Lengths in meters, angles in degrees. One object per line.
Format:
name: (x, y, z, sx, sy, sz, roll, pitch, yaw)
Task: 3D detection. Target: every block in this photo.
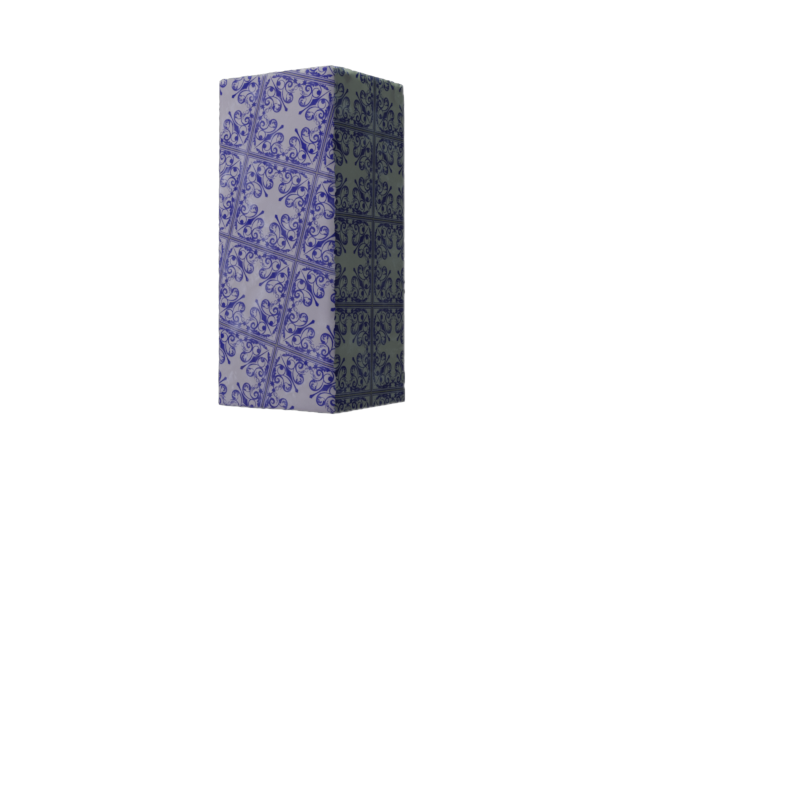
block: (-0.055, -0.101, 0.709, 0.093, 0.207, 0.087, -1, -1, 32)
